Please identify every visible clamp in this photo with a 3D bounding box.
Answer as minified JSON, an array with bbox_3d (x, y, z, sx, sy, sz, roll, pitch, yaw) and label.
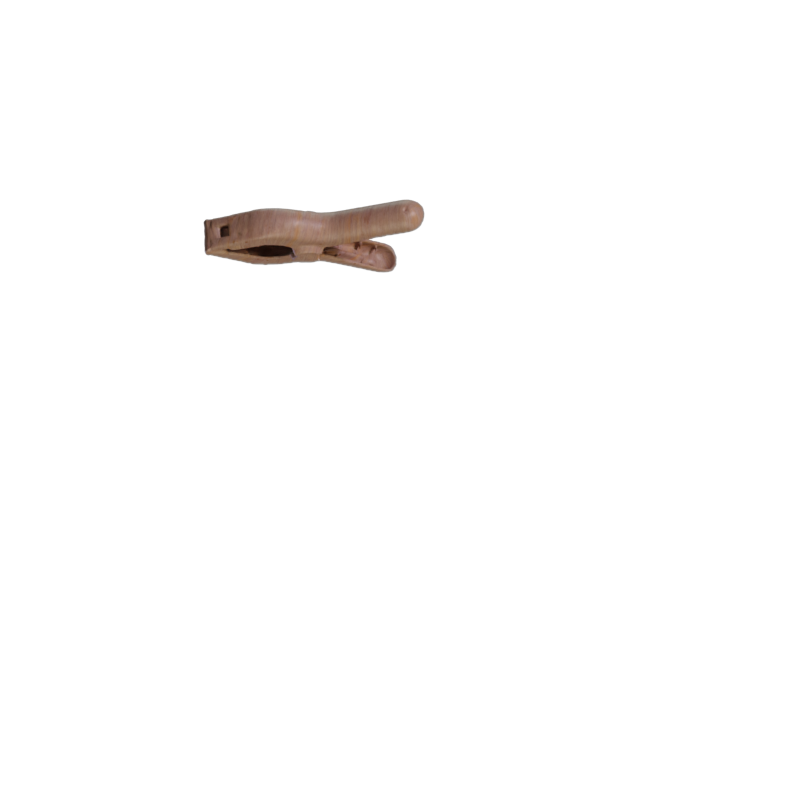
[{"bbox_3d":[-0.070,-0.127,0.892,0.171,0.041,0.114,0,-19,0],"label":"clamp"}]
